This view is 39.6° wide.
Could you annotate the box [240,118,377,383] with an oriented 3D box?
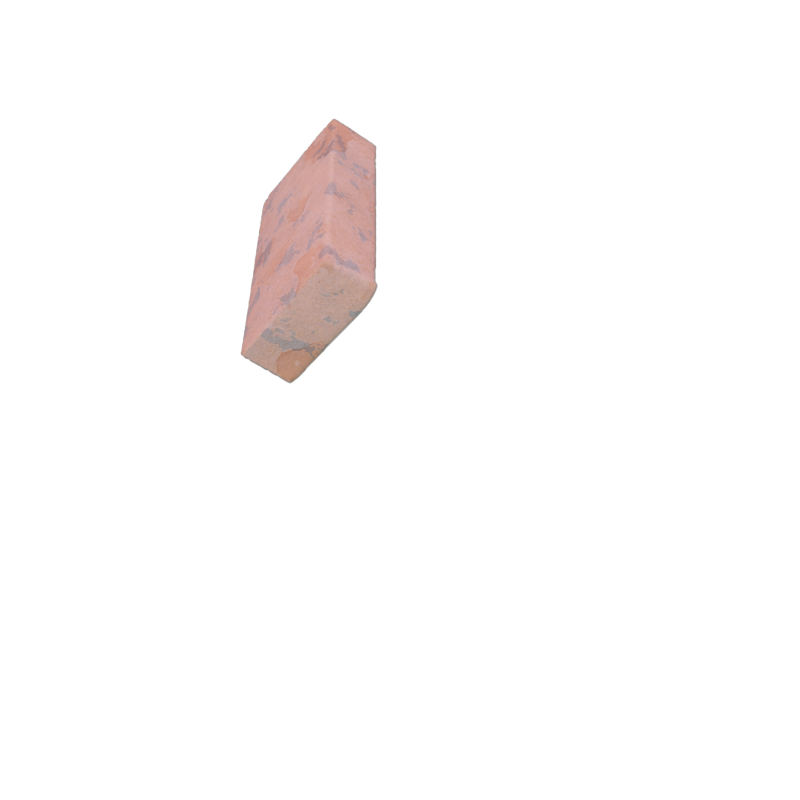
[{"bbox_3d":[-0.058,-0.105,0.732,0.046,0.189,0.091,30,-58,-26],"label":"box"}]
